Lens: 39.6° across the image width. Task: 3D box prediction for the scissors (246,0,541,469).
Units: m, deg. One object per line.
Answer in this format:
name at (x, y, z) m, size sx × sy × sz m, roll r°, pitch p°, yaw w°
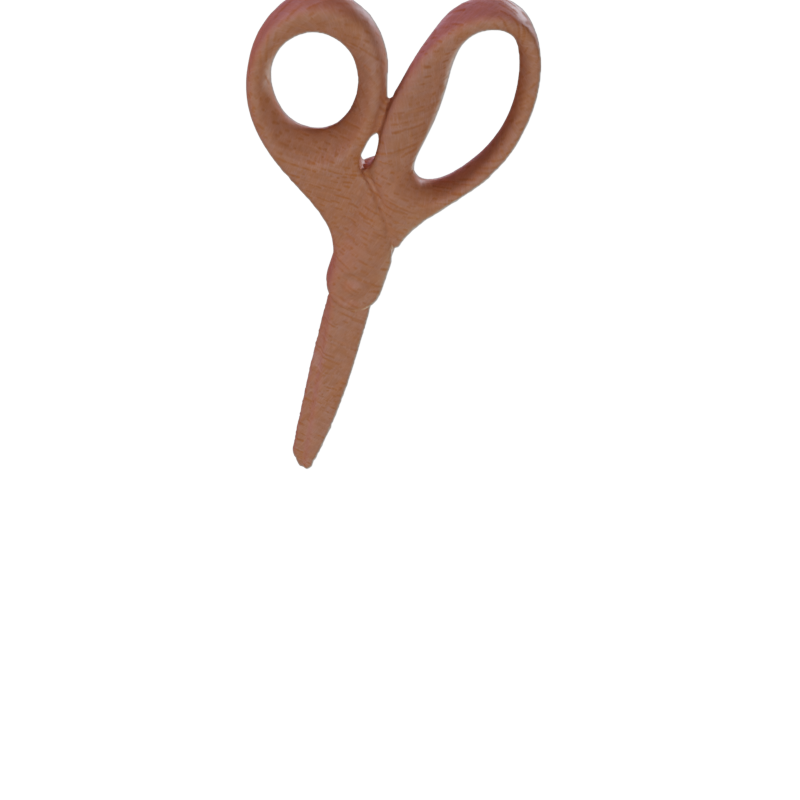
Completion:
scissors at (-0.029, -0.053, 0.369) m, size 0.093 × 0.195 × 0.017 m, roll 23°, pitch 36°, yaw -18°
